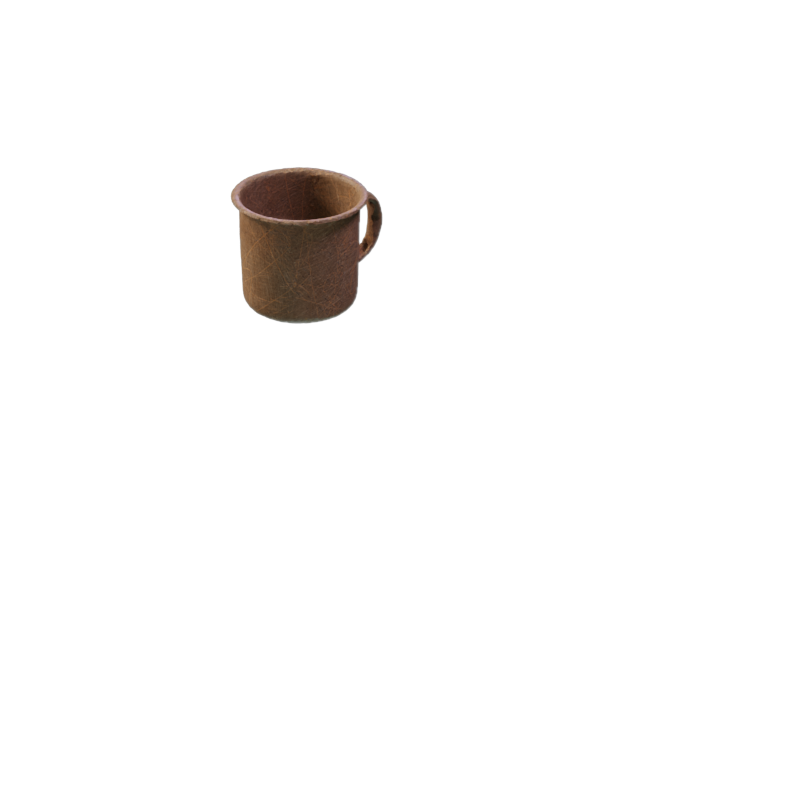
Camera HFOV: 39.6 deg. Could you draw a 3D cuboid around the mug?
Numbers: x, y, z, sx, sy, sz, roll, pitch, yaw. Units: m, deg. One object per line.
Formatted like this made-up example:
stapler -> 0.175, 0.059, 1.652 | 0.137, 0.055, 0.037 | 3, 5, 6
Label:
mug -> -0.061, -0.111, 0.774 | 0.116, 0.077, 0.100 | -24, 39, -35
